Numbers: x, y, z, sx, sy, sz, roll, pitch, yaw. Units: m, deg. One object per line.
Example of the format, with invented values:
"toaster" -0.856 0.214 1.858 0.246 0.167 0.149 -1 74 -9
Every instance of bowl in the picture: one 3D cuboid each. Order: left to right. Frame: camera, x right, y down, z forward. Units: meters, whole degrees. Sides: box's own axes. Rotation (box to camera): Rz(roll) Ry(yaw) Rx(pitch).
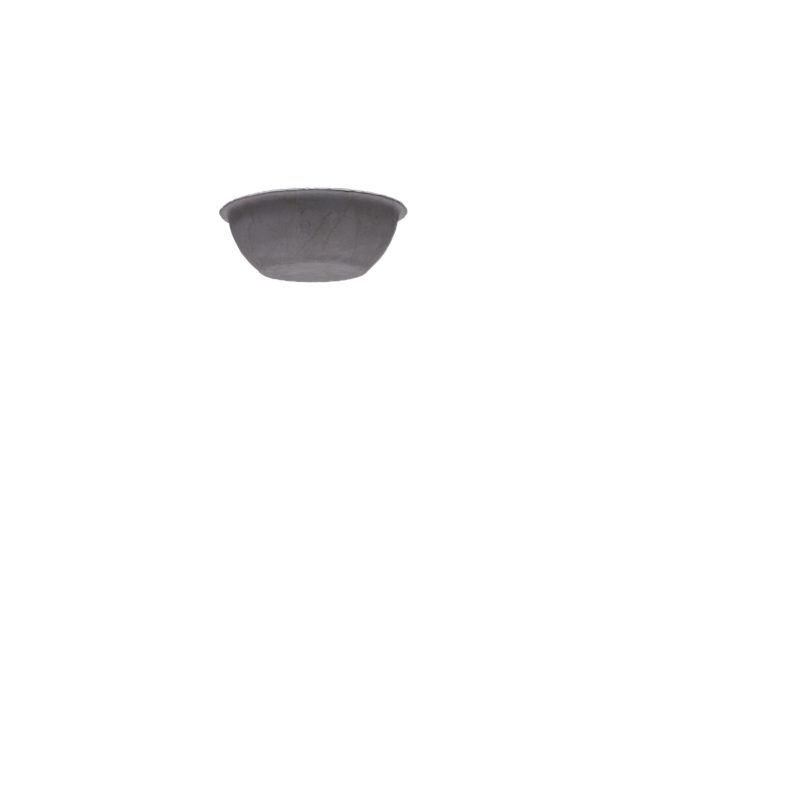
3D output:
"bowl" -0.074 -0.135 0.948 0.162 0.056 0.159 0 -5 -2
